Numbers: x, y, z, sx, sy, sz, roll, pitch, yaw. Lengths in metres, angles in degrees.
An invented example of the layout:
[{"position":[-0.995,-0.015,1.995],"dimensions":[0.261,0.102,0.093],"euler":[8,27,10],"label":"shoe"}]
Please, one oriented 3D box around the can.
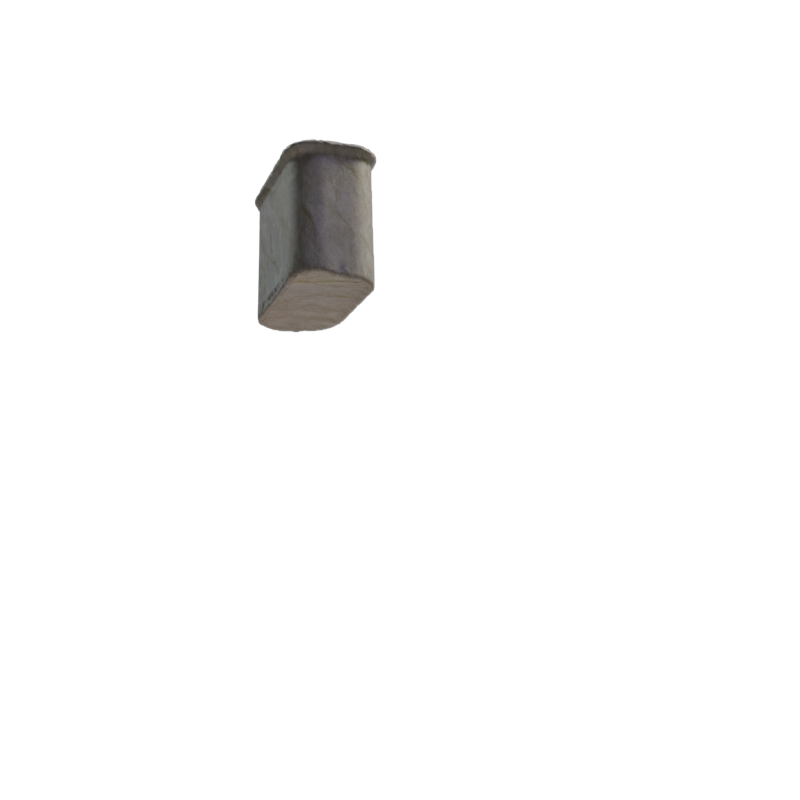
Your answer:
[{"position":[-0.052,-0.095,0.667],"dimensions":[0.056,0.088,0.100],"euler":[7,-21,-19],"label":"can"}]
